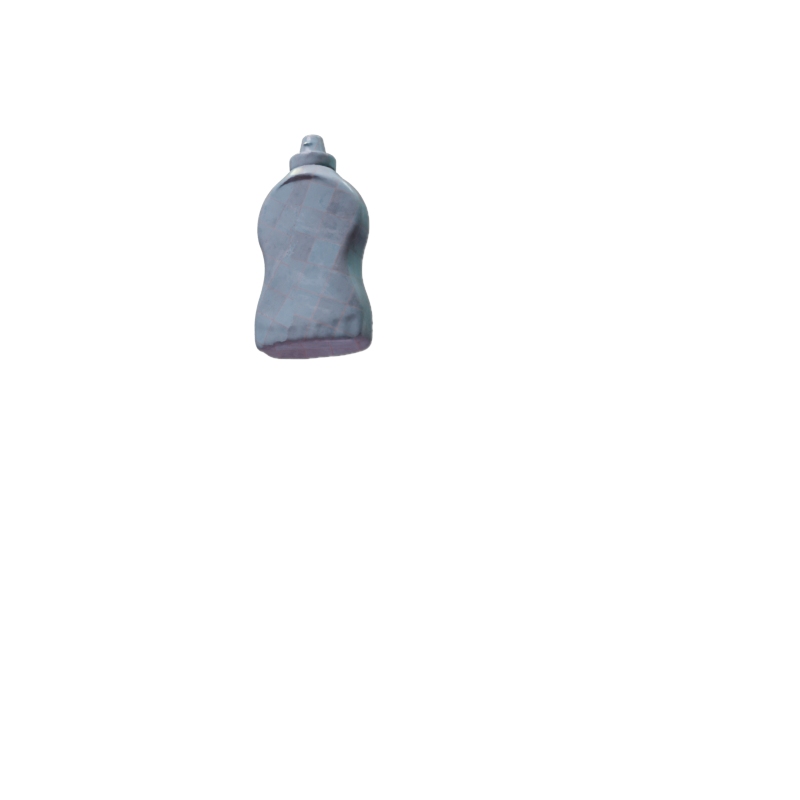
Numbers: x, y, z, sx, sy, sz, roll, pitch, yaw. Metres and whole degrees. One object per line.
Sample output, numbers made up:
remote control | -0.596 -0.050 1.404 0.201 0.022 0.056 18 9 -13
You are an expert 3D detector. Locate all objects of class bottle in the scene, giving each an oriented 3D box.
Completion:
bottle | -0.074 -0.134 0.940 0.098 0.200 0.055 -8 -19 20
